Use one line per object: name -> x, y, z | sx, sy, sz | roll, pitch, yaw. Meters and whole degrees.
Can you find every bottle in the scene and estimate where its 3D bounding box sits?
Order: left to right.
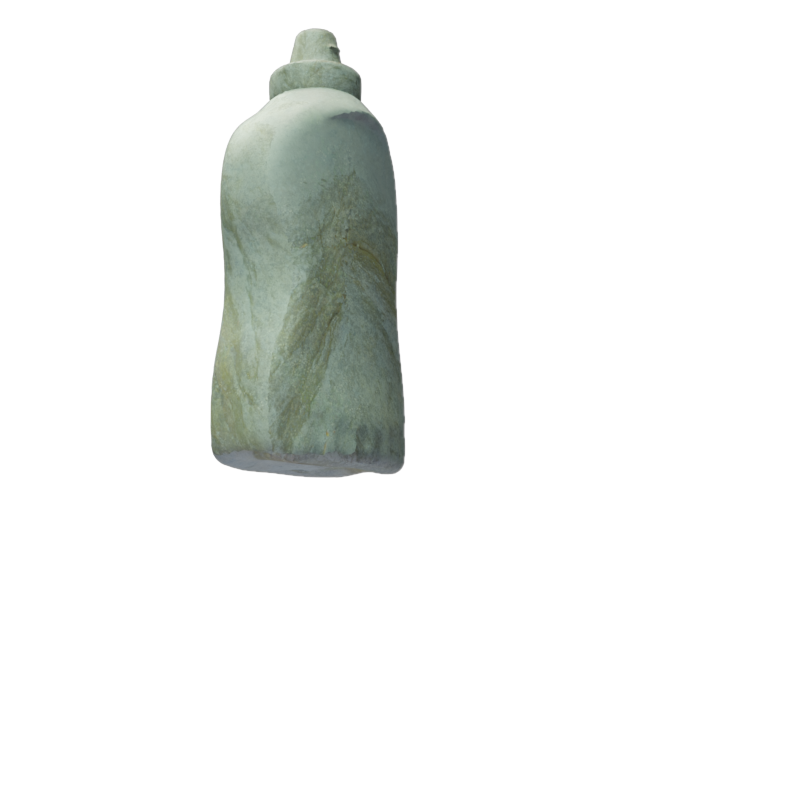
bottle -> -0.036, -0.067, 0.470 | 0.060, 0.199, 0.090 | -12, -18, 34
